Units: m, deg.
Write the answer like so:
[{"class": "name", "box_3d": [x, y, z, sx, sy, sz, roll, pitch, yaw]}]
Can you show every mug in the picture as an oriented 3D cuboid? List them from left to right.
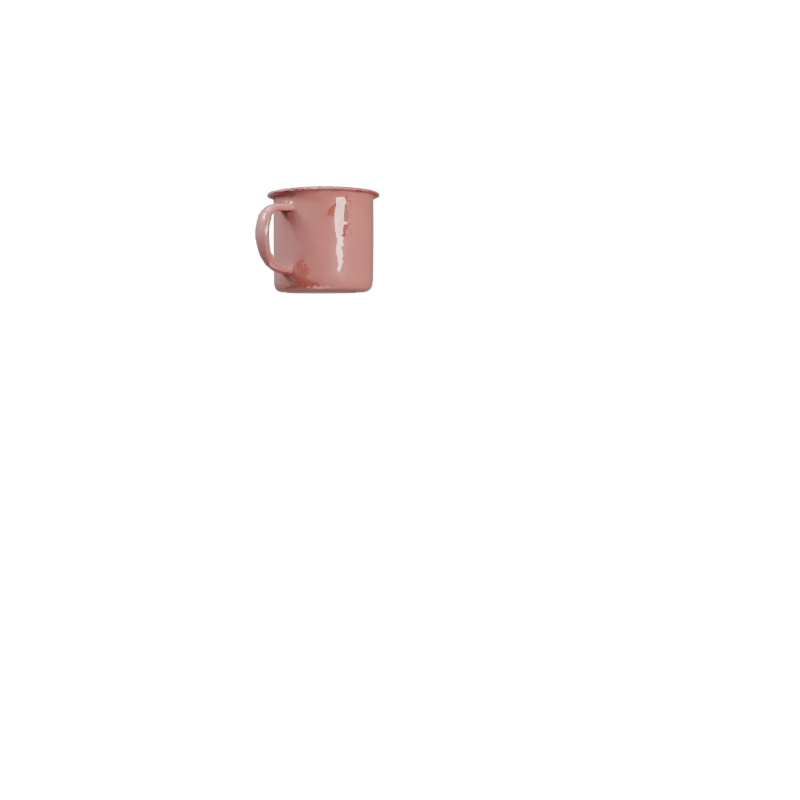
[{"class": "mug", "box_3d": [-0.071, -0.129, 0.905, 0.097, 0.082, 0.112, -1, 0, 41]}]
